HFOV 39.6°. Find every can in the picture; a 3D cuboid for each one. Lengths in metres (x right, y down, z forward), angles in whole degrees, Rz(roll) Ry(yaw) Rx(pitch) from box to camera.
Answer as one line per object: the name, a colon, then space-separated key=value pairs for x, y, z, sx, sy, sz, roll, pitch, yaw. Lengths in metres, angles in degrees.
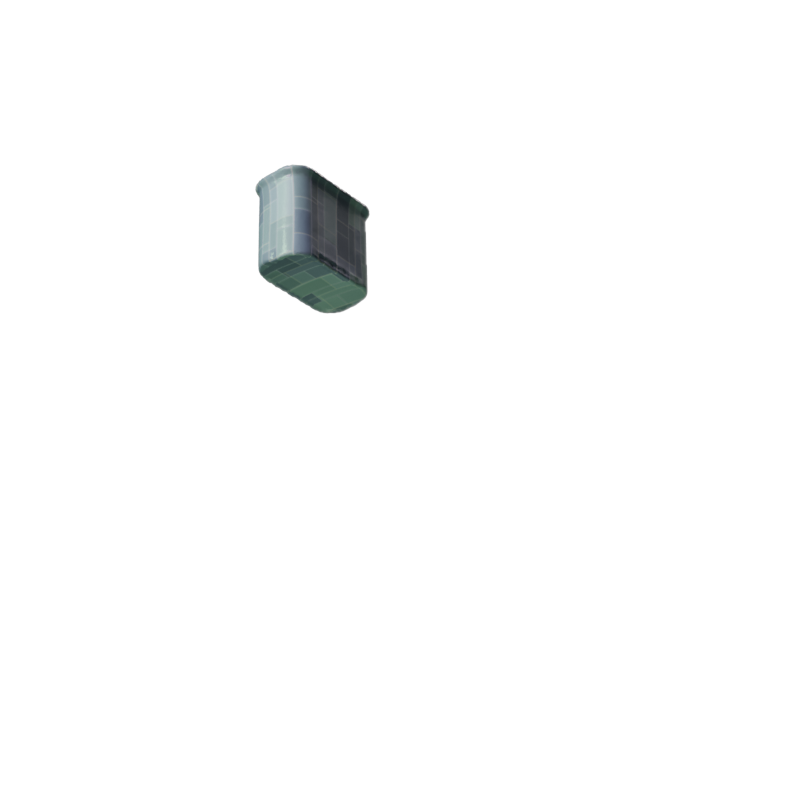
can: x=-0.071 y=-0.129 z=0.901 sx=0.058 sy=0.089 sz=0.095 roll=-24 pitch=-37 yaw=33
